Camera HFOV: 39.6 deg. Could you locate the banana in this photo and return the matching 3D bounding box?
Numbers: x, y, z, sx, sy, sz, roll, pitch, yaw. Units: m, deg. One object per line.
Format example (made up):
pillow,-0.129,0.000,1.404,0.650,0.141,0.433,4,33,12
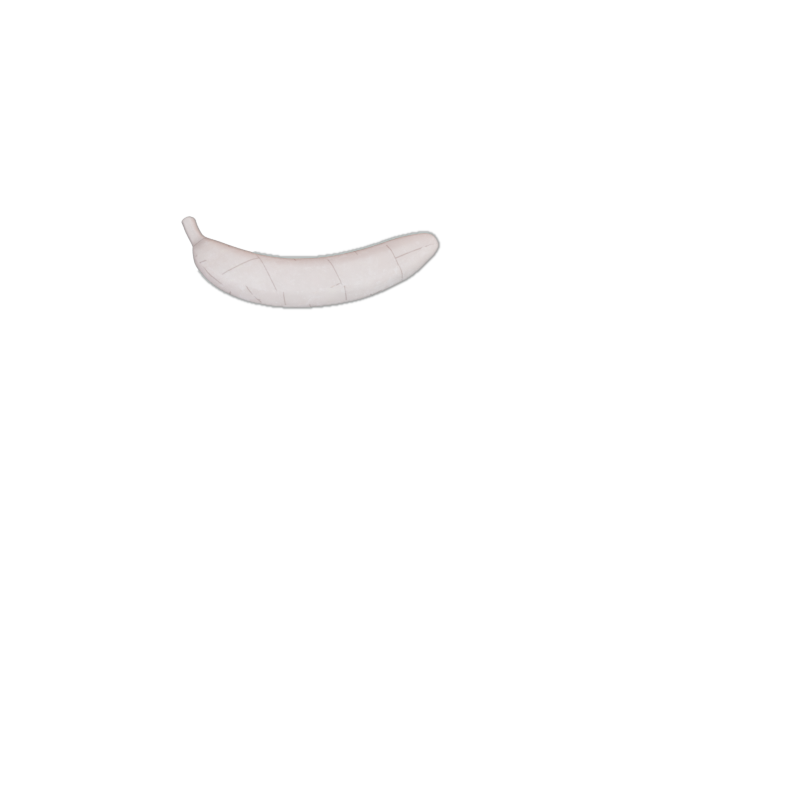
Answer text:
banana,-0.070,-0.101,0.829,0.198,0.072,0.035,5,-17,1
